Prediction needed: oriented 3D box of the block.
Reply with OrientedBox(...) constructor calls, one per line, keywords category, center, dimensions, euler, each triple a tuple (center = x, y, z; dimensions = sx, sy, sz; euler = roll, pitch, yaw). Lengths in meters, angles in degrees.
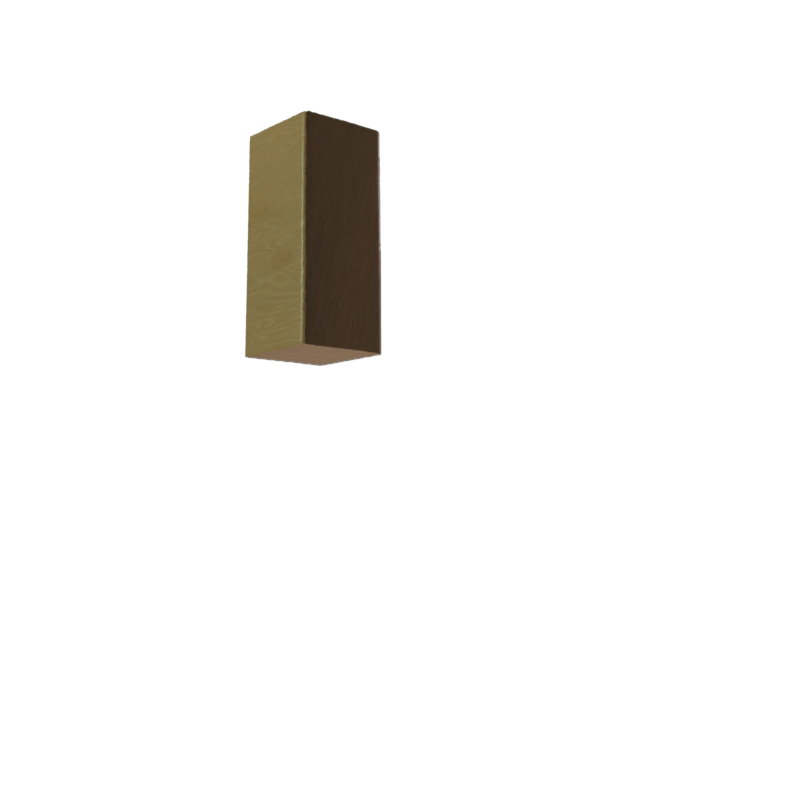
OrientedBox(category="block", center=(-0.077, -0.142, 0.994), dimensions=(0.086, 0.213, 0.092), euler=(10, -17, -39))
